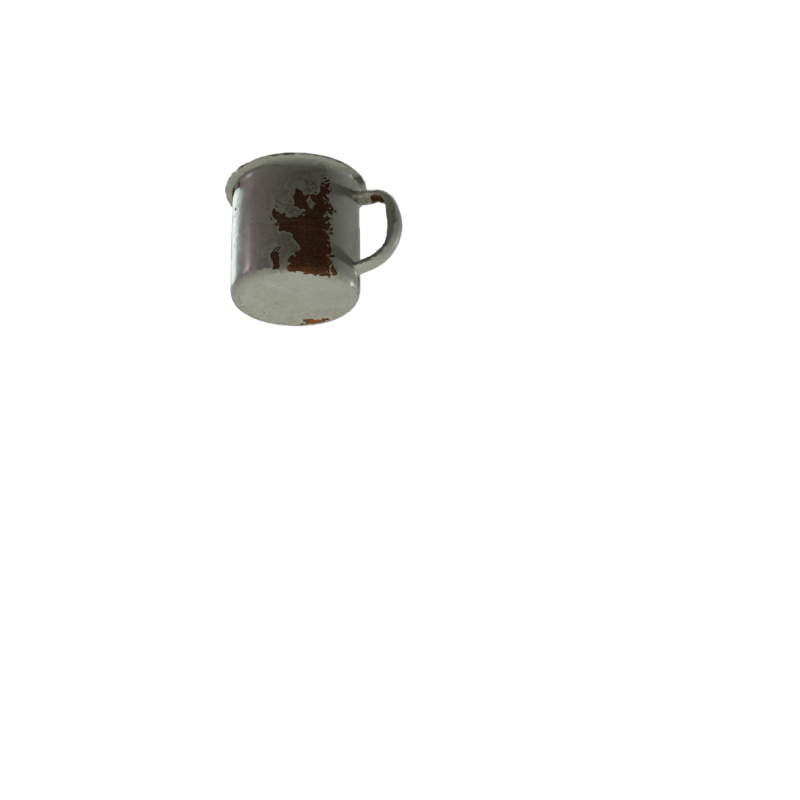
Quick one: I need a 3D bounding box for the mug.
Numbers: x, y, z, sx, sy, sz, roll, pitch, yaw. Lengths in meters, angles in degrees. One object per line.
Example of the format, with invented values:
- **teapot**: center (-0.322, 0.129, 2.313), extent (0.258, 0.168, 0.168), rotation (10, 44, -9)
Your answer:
- **mug**: center (-0.055, -0.100, 0.703), extent (0.119, 0.086, 0.087), rotation (-8, -26, 16)
